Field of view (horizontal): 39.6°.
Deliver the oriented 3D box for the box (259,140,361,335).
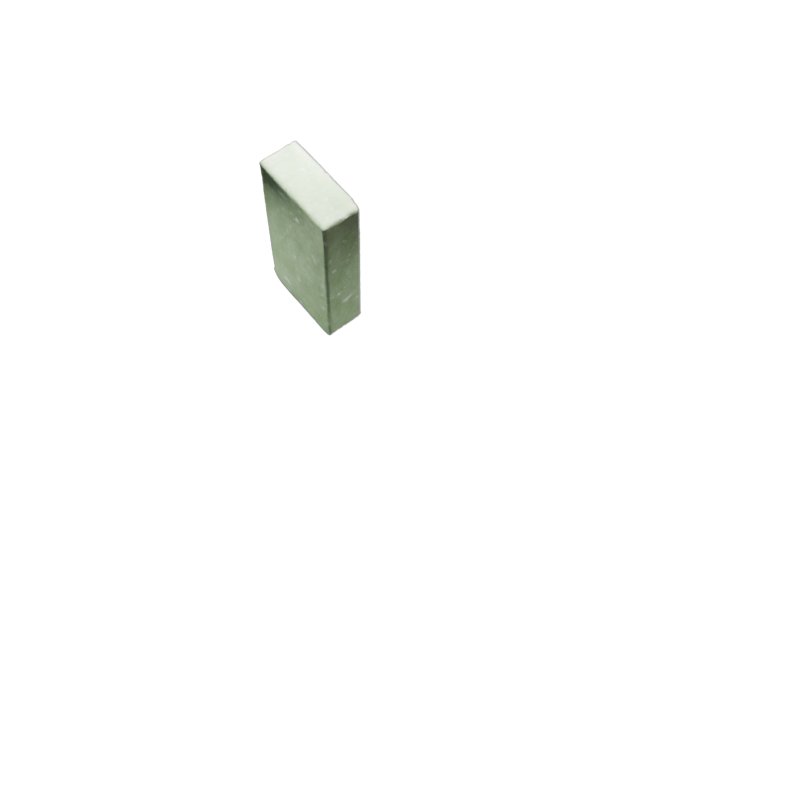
[{"bbox_3d":[-0.077,-0.141,0.984,0.048,0.099,0.166,-33,-23,-19],"label":"box"}]
